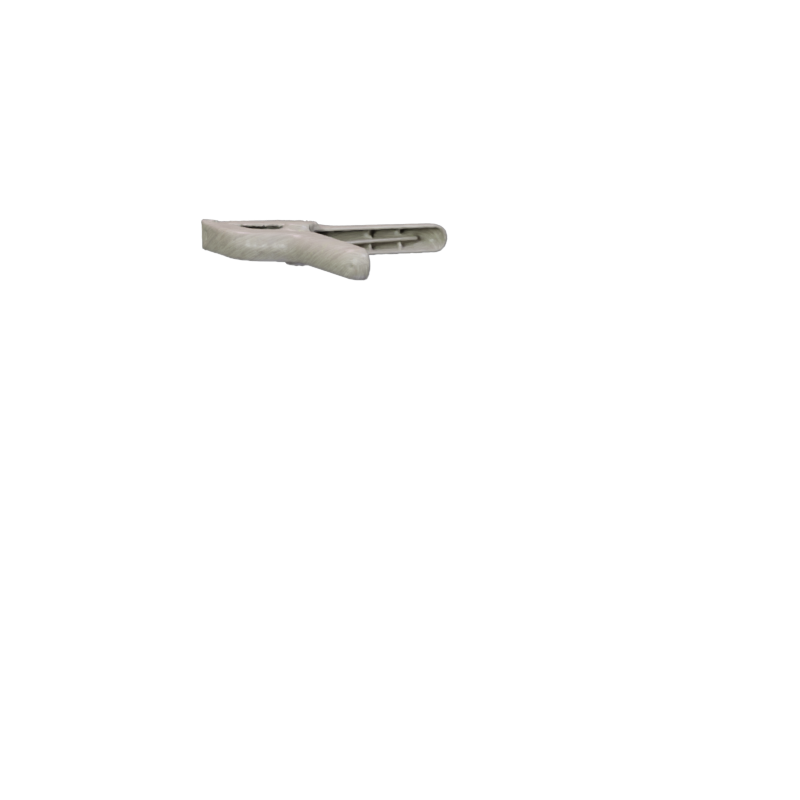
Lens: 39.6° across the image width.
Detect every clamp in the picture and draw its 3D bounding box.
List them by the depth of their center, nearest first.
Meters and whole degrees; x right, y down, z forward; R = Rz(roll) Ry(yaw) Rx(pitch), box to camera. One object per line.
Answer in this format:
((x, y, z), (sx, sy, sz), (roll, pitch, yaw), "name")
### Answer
((-0.074, -0.135, 0.946), (0.220, 0.035, 0.162), (10, 19, 32), "clamp")
